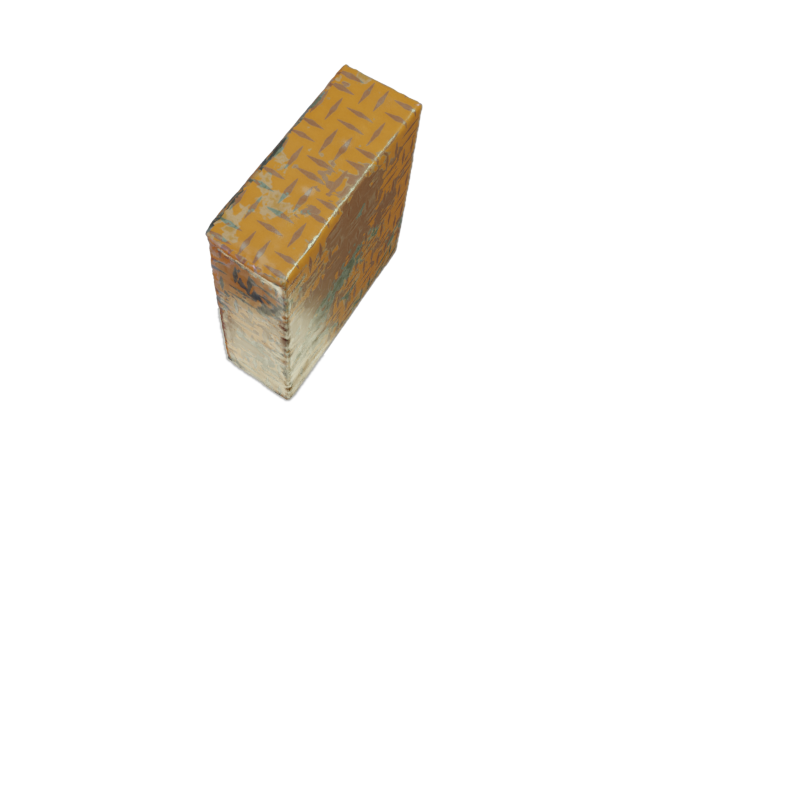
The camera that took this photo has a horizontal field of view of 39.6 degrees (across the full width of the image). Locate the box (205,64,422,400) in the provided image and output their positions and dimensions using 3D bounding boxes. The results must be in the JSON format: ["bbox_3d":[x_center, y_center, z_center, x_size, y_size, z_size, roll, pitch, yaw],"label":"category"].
[{"bbox_3d":[-0.063,-0.115,0.803,0.074,0.168,0.203,31,-21,8],"label":"box"}]
